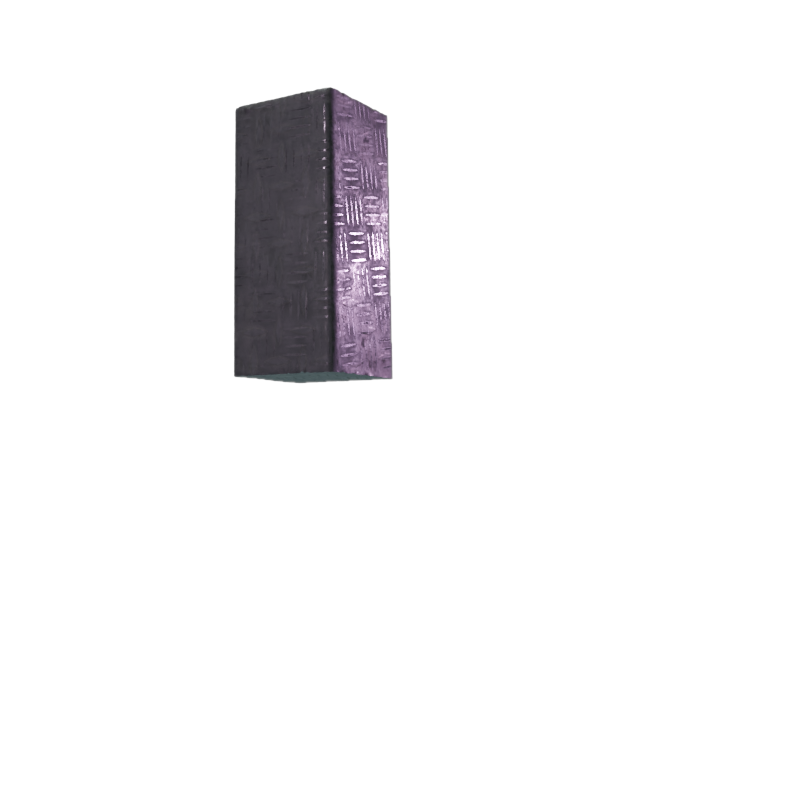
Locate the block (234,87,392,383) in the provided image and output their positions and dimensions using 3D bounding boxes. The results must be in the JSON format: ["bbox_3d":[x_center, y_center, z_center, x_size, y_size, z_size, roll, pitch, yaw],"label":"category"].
[{"bbox_3d":[-0.067,-0.120,0.842,0.093,0.211,0.086,-6,-11,31],"label":"block"}]
